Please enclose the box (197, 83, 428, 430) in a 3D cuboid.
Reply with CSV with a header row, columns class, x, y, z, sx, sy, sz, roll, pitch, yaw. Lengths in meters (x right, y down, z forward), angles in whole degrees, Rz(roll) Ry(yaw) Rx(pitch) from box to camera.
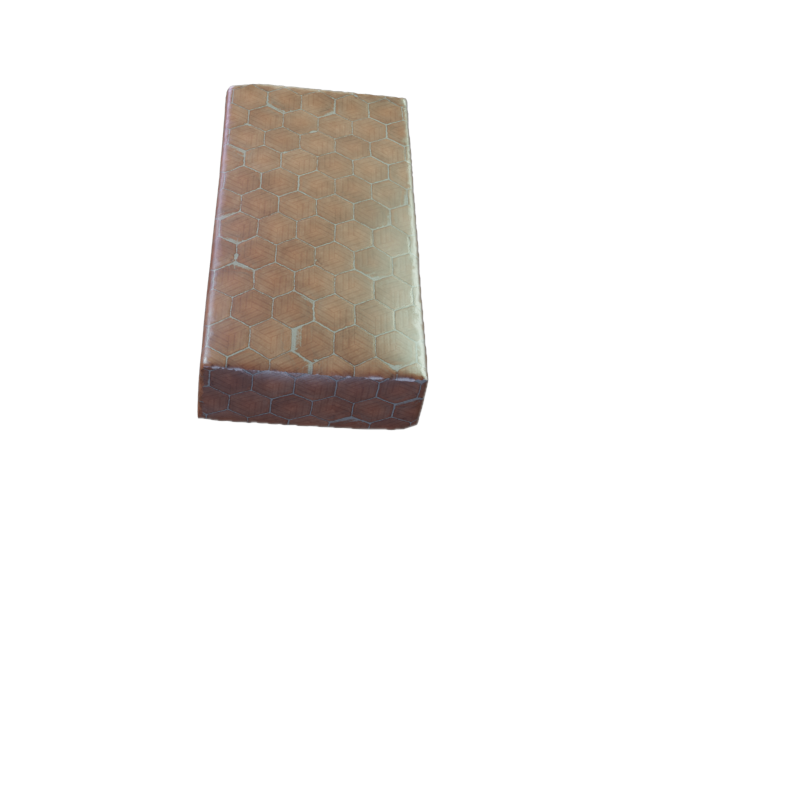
class,x,y,z,sx,sy,sz,roll,pitch,yaw
box,-0.040,-0.072,0.505,0.092,0.189,0.045,2,-38,-7
